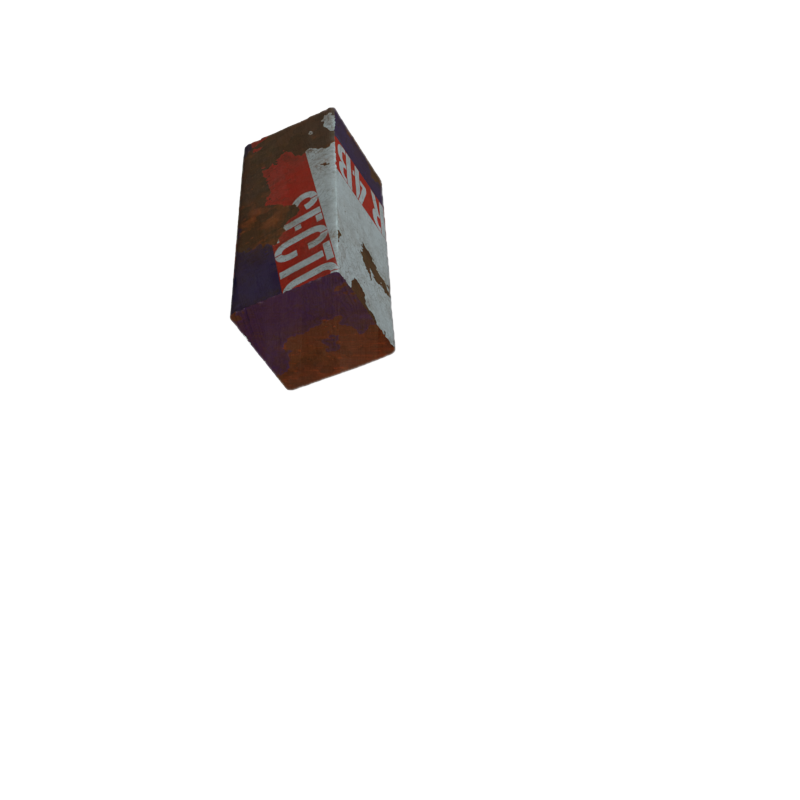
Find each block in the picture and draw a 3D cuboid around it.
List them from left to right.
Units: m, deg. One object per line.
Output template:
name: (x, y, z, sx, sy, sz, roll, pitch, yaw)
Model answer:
block: (-0.068, -0.122, 0.857, 0.091, 0.221, 0.084, -22, -49, 16)
